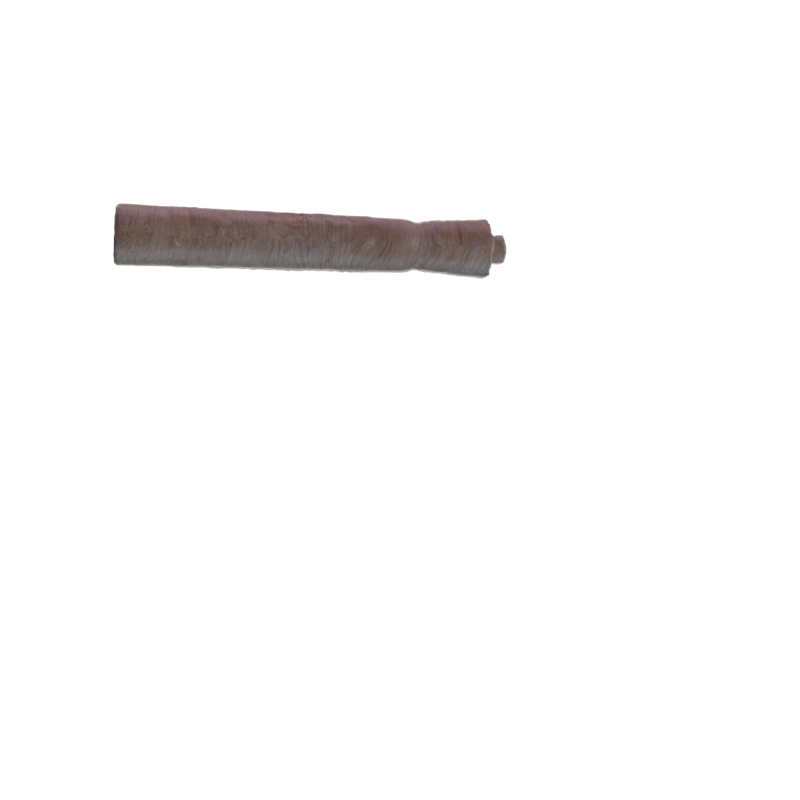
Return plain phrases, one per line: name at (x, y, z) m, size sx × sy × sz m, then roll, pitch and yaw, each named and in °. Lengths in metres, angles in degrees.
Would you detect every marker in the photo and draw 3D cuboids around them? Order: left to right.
marker at (-0.027, -0.049, 0.343) m, size 0.120 × 0.020 × 0.020 m, roll 1°, pitch 4°, yaw -7°
